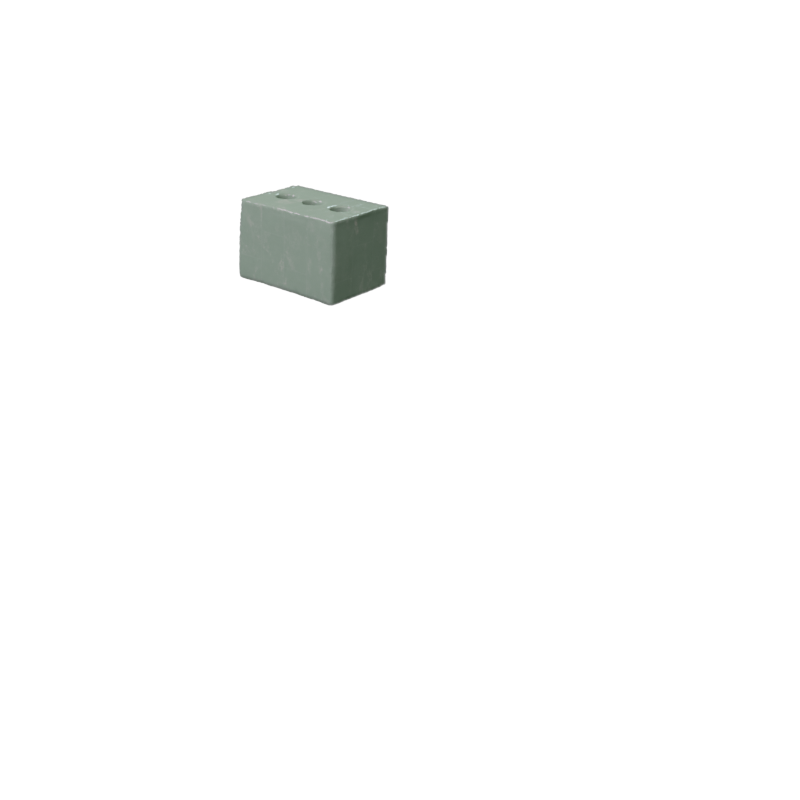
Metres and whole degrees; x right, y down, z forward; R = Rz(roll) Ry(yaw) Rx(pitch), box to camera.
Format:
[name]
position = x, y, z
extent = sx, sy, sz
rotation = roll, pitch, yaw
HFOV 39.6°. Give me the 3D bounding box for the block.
[block]
position = -0.053, -0.096, 0.672
extent = 0.082, 0.049, 0.052
rotation = 18, 27, 36
